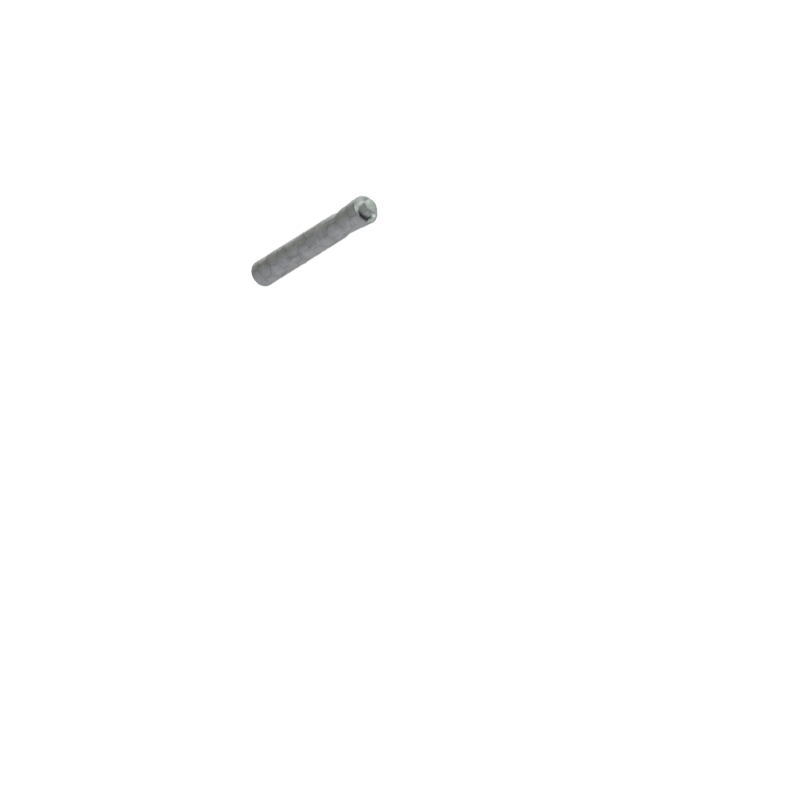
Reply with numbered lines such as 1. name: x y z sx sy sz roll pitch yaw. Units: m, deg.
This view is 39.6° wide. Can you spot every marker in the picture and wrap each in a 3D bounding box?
1. marker: -0.057 -0.104 0.726 0.019 0.020 0.121 -3 -14 -43
